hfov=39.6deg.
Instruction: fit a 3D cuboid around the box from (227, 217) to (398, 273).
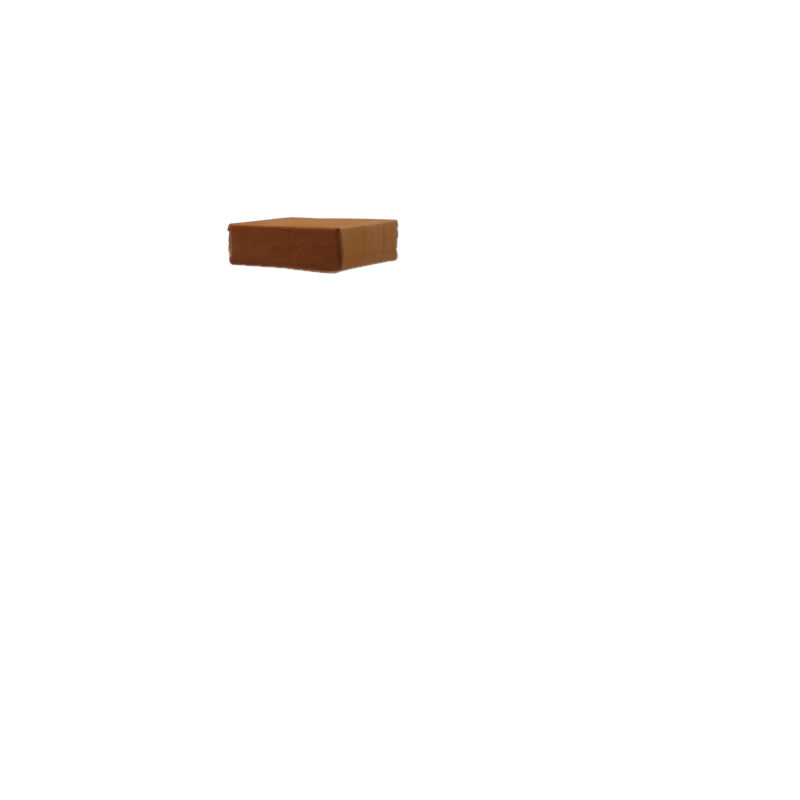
[{"bbox_3d":[-0.071,-0.130,0.911,0.118,0.038,0.088,9,16,32],"label":"box"}]
